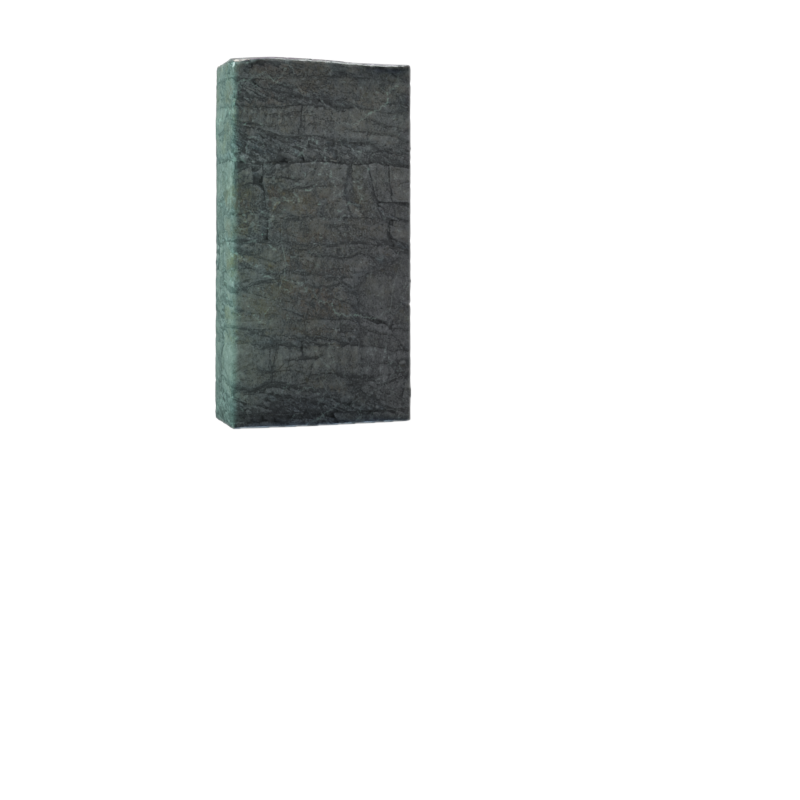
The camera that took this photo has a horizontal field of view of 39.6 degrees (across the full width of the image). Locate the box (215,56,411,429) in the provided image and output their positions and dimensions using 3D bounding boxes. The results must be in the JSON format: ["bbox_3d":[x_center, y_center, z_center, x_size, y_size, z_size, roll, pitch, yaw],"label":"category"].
[{"bbox_3d":[-0.043,-0.078,0.547,0.091,0.175,0.049,-1,2,-18],"label":"box"}]
